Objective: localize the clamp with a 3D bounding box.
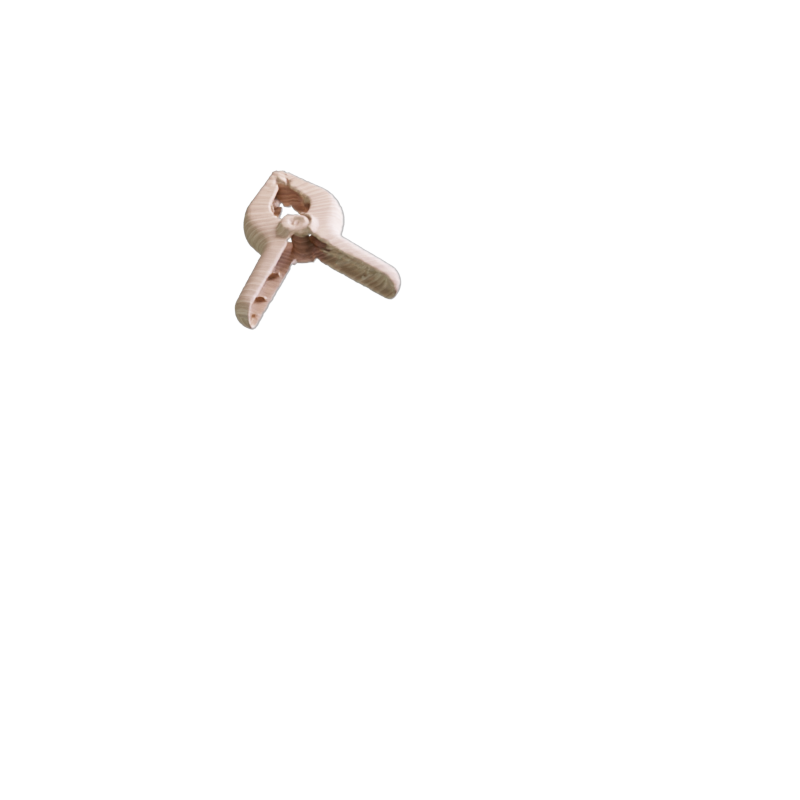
[{"bbox_3d":[-0.066,-0.121,0.847,0.119,0.036,0.185,-4,44,-4],"label":"clamp"}]
